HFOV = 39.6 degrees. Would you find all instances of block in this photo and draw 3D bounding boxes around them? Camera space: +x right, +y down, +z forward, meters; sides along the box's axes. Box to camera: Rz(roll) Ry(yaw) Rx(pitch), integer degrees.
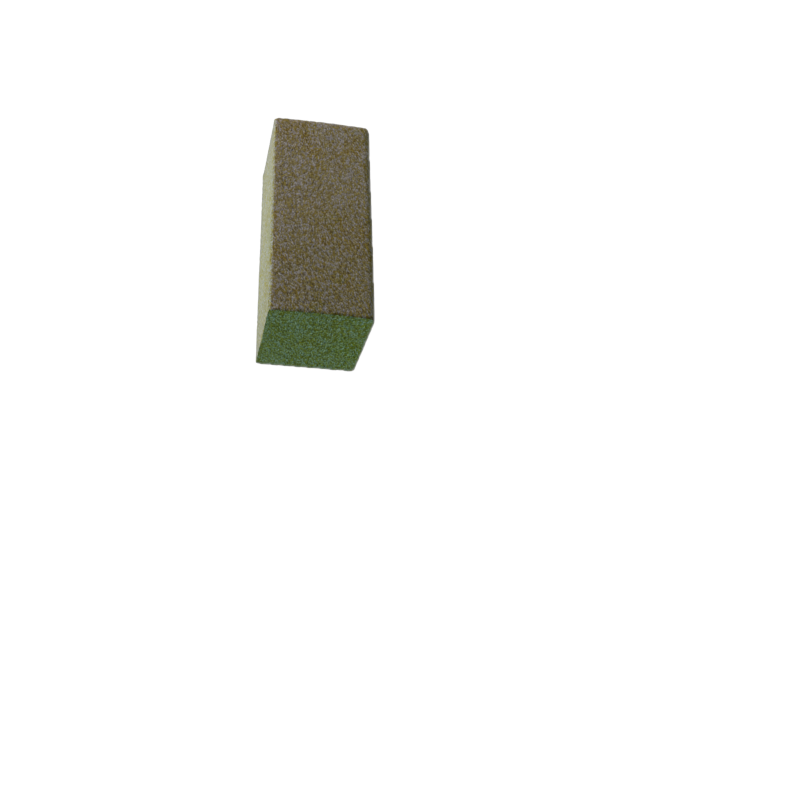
[{"bbox_3d":[-0.076,-0.141,0.986,0.089,0.220,0.086,5,-33,-11],"label":"block"}]
